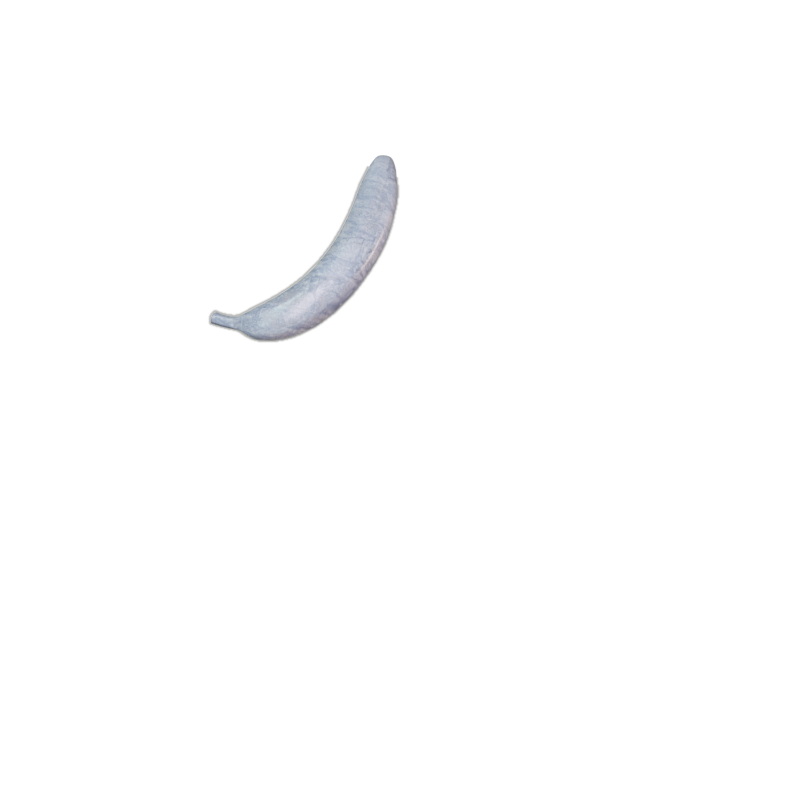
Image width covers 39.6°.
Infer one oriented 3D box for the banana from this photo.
[{"bbox_3d":[-0.059,-0.110,0.878,0.199,0.071,0.036,-44,-8,-10],"label":"banana"}]
